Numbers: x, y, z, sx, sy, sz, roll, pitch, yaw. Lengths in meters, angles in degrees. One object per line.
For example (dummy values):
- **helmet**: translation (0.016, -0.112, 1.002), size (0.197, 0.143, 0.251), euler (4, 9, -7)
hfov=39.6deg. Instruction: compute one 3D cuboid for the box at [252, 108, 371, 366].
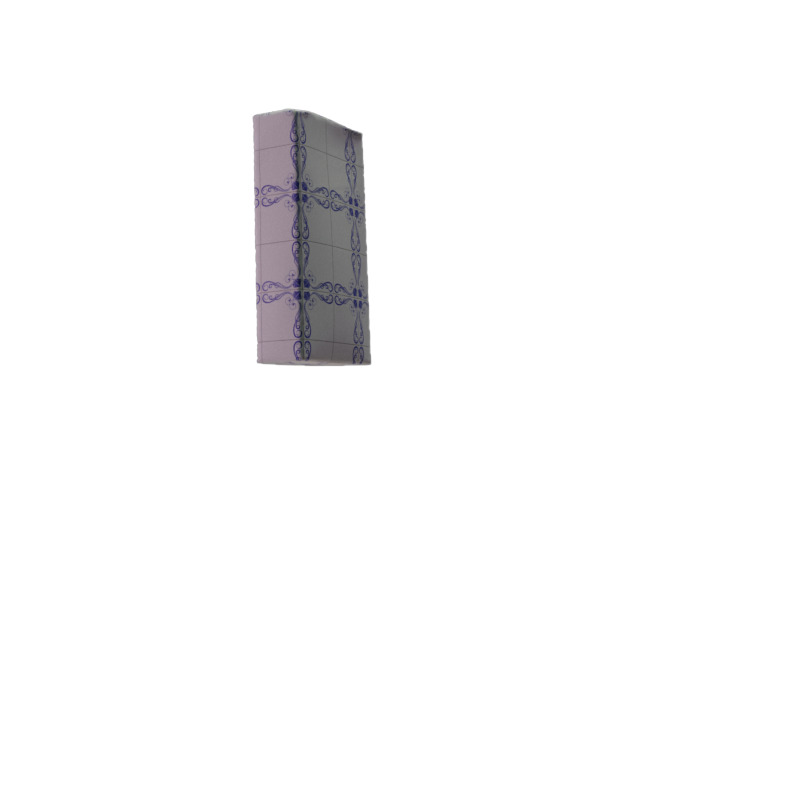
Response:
- **box**: translation (-0.062, -0.113, 0.793), size (0.049, 0.179, 0.089), euler (-5, -8, 31)
